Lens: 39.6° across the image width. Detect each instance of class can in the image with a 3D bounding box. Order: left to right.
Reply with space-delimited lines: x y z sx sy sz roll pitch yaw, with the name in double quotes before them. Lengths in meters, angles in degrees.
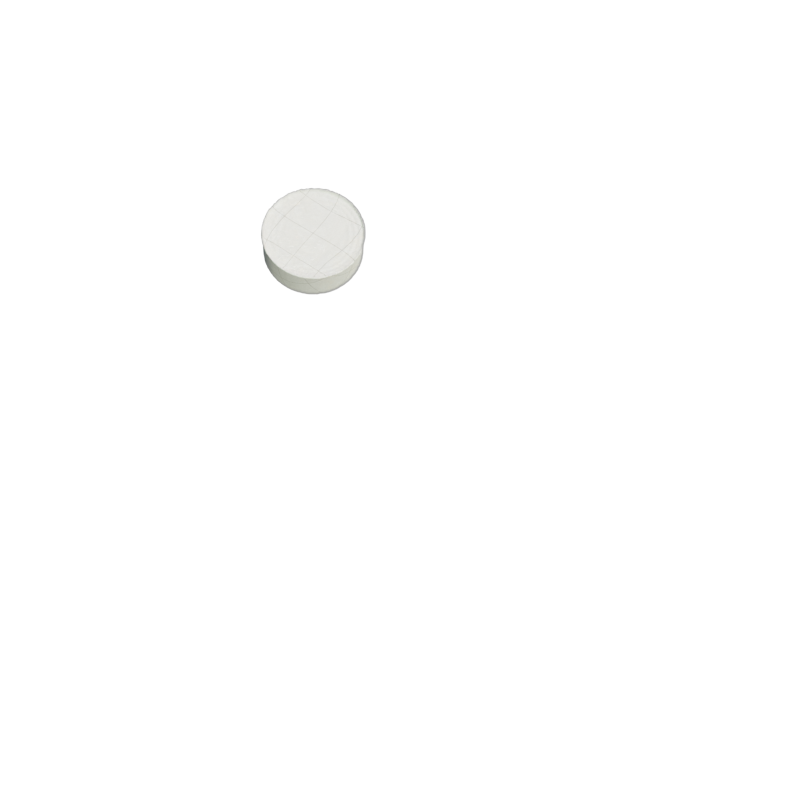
"can" -0.072 -0.132 0.922 0.086 0.091 0.032 -1 -27 -1
